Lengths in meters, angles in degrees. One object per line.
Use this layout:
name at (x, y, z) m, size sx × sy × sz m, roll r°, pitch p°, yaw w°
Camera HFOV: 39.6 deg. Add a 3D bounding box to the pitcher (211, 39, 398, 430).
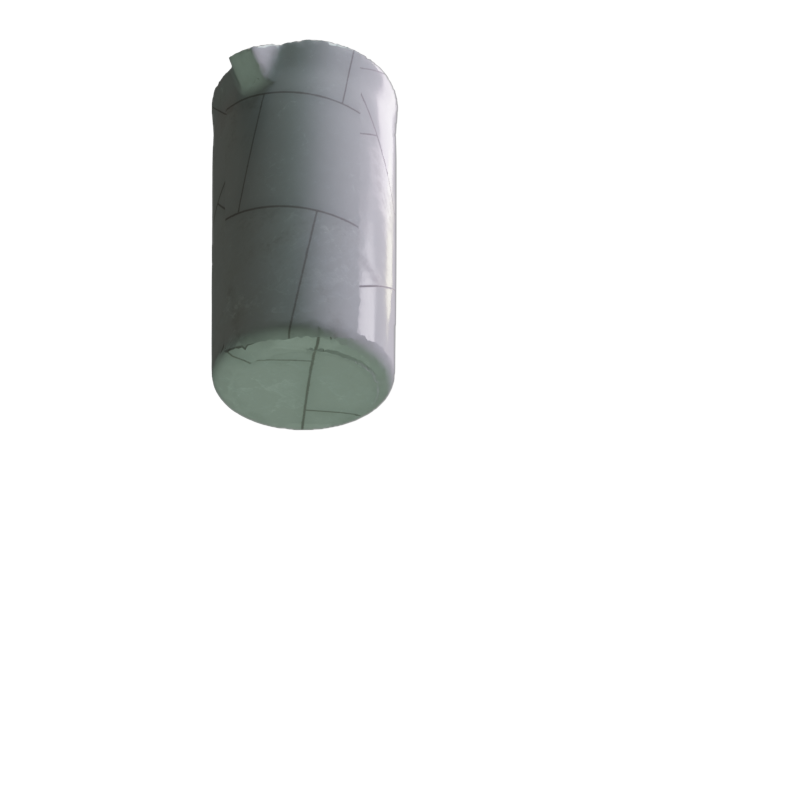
pitcher at (-0.057, -0.104, 0.728) m, size 0.146 × 0.260 × 0.138 m, roll 9°, pitch -37°, yaw -15°
